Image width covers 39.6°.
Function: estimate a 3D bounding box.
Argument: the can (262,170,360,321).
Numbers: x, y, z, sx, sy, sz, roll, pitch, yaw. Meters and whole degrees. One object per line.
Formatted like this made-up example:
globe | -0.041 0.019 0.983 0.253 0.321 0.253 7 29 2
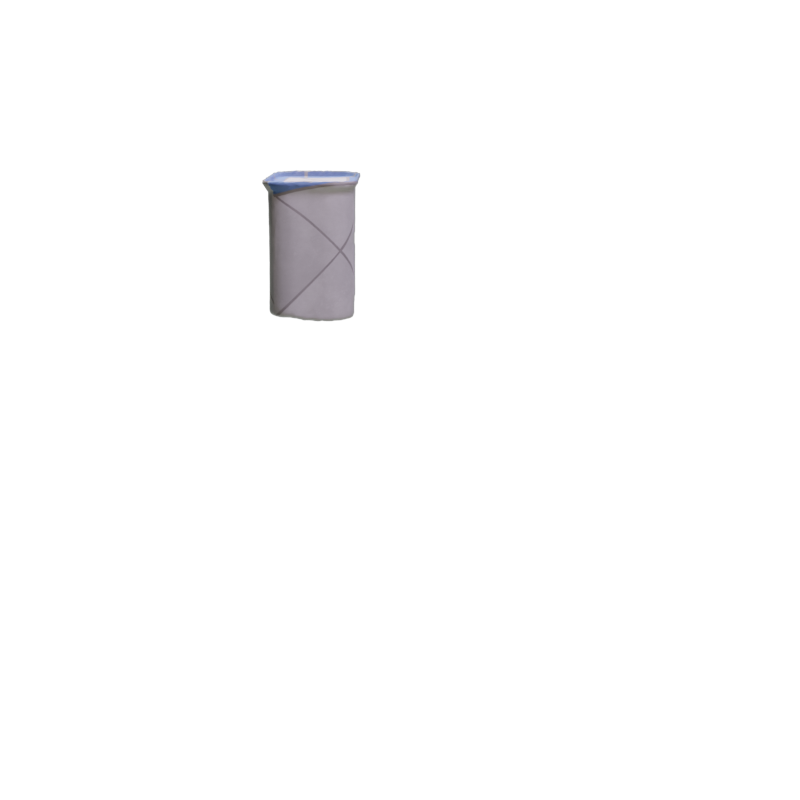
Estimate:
can | -0.055 -0.100 0.698 0.058 0.082 0.104 0 12 0
